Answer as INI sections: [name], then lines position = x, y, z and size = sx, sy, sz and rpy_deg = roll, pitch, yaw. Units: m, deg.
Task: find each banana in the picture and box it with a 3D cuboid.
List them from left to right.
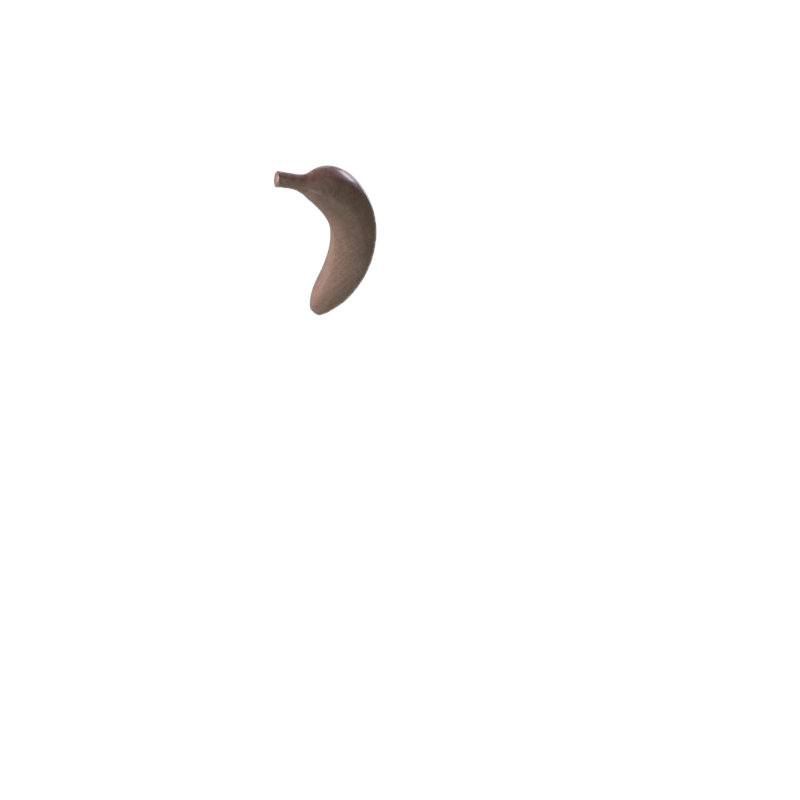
[banana]
position = -0.053, -0.133, 0.901
size = 0.070, 0.039, 0.184
rpy_deg = -4, -31, 5
